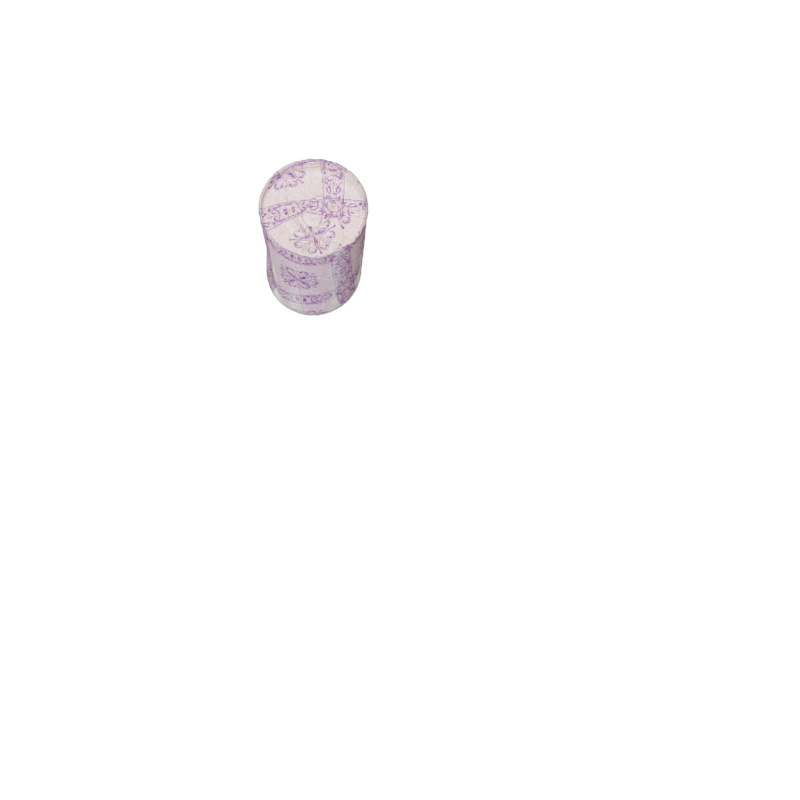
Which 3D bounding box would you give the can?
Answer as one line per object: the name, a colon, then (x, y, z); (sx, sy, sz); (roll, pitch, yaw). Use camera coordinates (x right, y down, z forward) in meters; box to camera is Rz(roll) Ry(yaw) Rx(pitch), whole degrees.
can: (-0.057, -0.104, 0.729); (0.068, 0.072, 0.097); (0, -21, -3)
